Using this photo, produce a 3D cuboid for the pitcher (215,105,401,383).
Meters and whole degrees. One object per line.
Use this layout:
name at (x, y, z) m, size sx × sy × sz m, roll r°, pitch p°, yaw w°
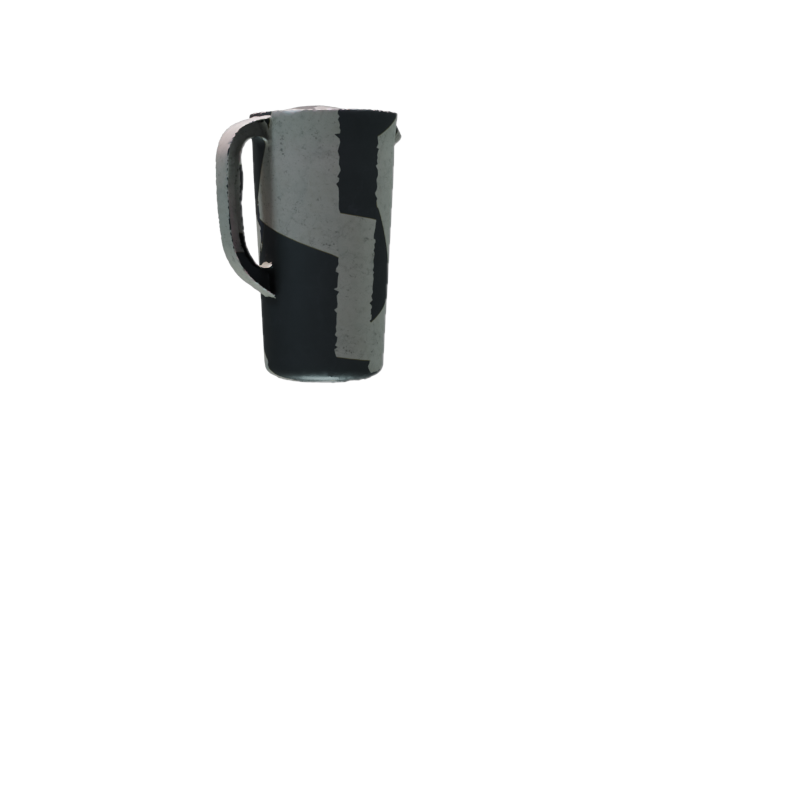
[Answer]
pitcher at (-0.078, -0.142, 0.995) m, size 0.151 × 0.241 × 0.144 m, roll 1°, pitch 4°, yaw 8°
